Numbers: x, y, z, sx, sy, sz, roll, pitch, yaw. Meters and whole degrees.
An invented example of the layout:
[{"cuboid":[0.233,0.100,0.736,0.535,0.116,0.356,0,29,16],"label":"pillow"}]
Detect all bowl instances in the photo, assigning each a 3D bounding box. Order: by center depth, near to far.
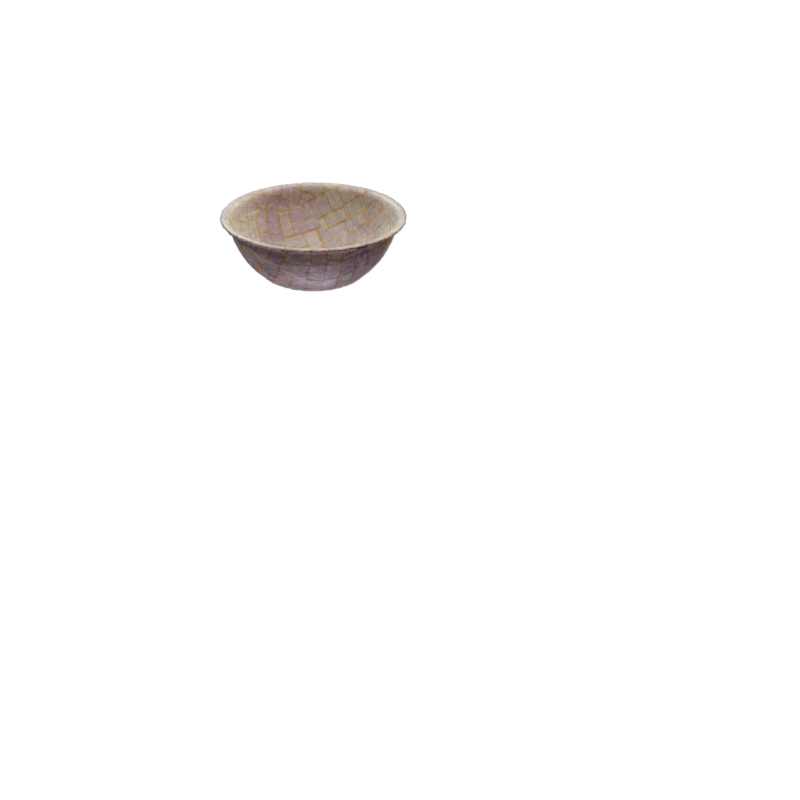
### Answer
[{"cuboid":[-0.076,-0.139,0.971,0.162,0.052,0.172,-1,29,-2],"label":"bowl"}]
